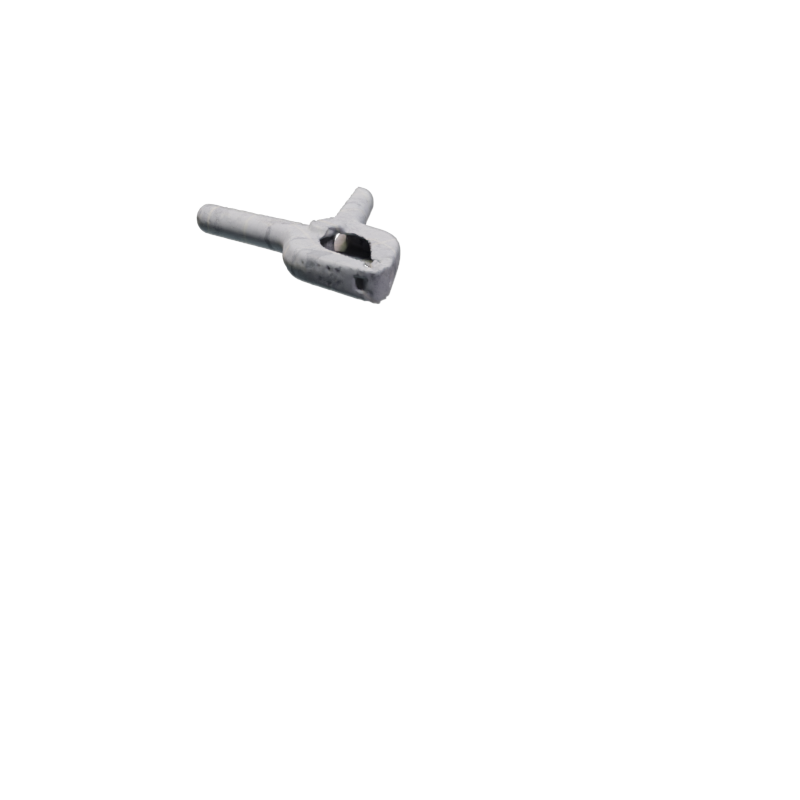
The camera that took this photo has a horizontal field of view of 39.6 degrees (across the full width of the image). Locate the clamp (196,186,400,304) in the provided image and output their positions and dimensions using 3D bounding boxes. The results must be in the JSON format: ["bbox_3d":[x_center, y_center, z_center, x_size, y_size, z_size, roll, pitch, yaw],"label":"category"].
[{"bbox_3d":[-0.071,-0.129,0.906,0.162,0.034,0.225,-9,28,-16],"label":"clamp"}]
